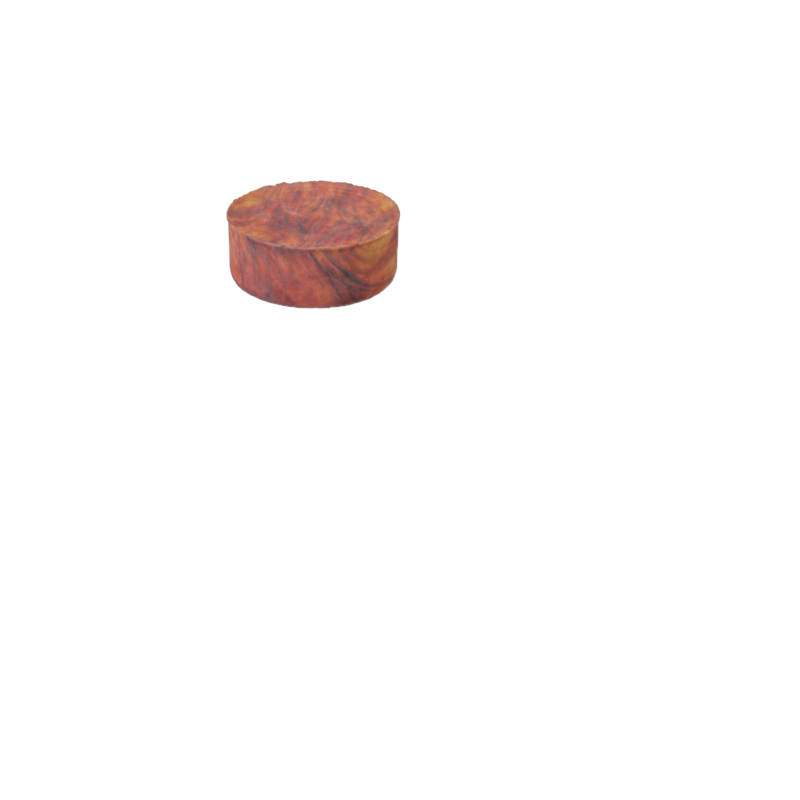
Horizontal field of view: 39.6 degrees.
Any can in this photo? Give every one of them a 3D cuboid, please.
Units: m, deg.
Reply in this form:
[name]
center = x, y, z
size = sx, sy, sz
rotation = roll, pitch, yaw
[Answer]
[can]
center = -0.043, -0.079, 0.553
size = 0.086, 0.032, 0.091
rotation = -1, 30, -2
